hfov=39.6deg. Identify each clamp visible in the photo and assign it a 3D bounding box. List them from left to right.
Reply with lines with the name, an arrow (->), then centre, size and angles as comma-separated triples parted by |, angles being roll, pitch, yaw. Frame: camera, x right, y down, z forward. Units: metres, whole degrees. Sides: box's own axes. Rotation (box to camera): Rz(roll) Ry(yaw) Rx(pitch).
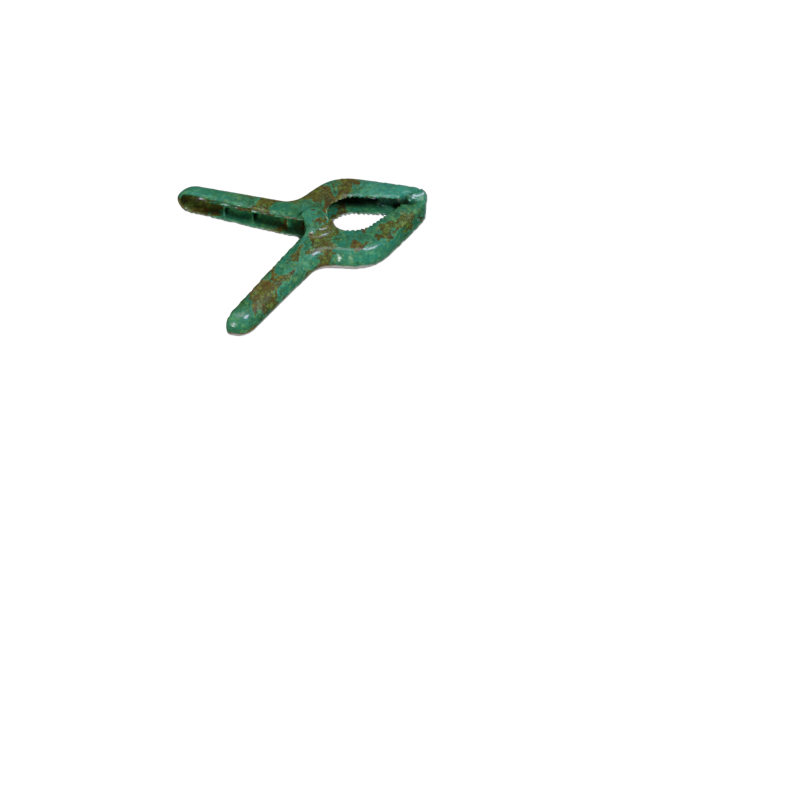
clamp -> -0.073, -0.133, 0.934 | 0.208, 0.178, 0.034 | -11, -38, -9
